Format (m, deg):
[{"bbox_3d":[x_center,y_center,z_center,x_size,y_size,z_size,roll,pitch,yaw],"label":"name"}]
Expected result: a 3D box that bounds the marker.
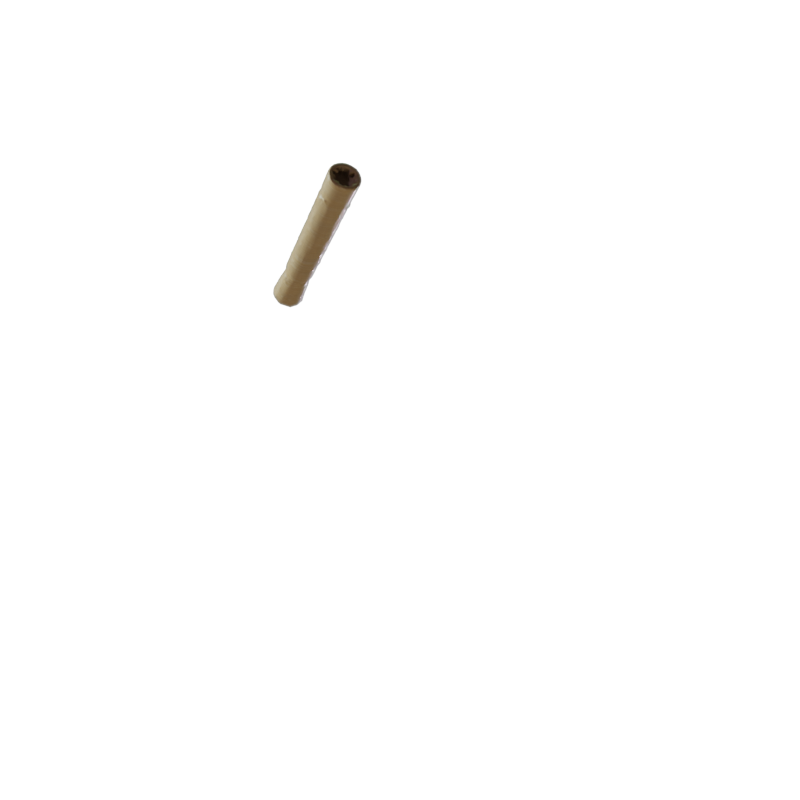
[{"bbox_3d":[-0.050,-0.091,0.635,0.019,0.021,0.116,0,-30,-24],"label":"marker"}]
